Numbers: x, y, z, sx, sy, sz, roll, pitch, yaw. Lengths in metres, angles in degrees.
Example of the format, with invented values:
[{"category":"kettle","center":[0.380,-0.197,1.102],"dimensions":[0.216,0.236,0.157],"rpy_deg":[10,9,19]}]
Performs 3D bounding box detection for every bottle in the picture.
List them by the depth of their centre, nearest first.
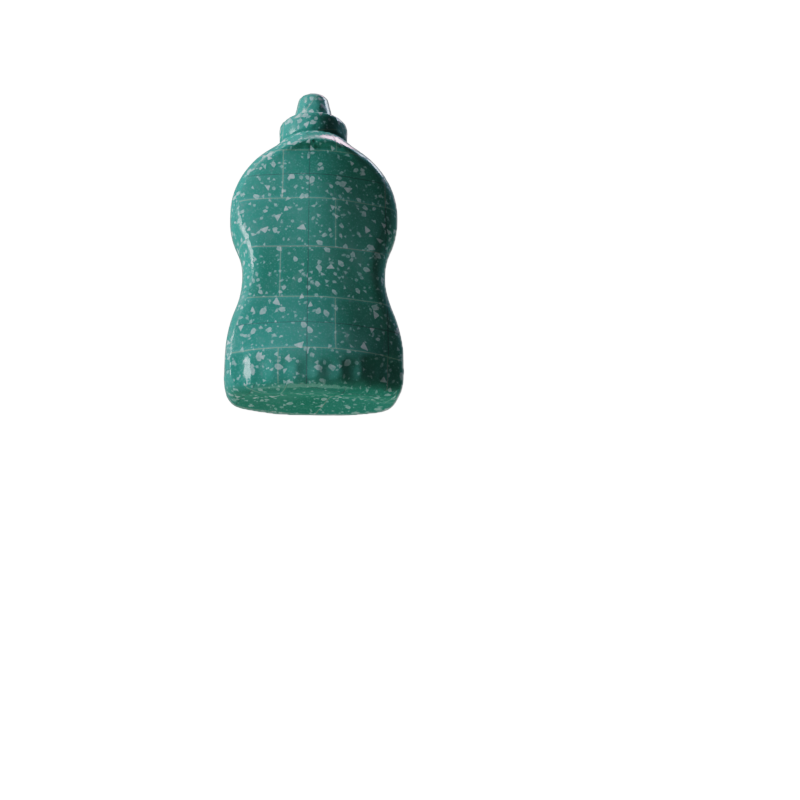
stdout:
[{"category":"bottle","center":[-0.050,-0.090,0.633],"dimensions":[0.095,0.202,0.056],"rpy_deg":[0,-24,-4]}]
